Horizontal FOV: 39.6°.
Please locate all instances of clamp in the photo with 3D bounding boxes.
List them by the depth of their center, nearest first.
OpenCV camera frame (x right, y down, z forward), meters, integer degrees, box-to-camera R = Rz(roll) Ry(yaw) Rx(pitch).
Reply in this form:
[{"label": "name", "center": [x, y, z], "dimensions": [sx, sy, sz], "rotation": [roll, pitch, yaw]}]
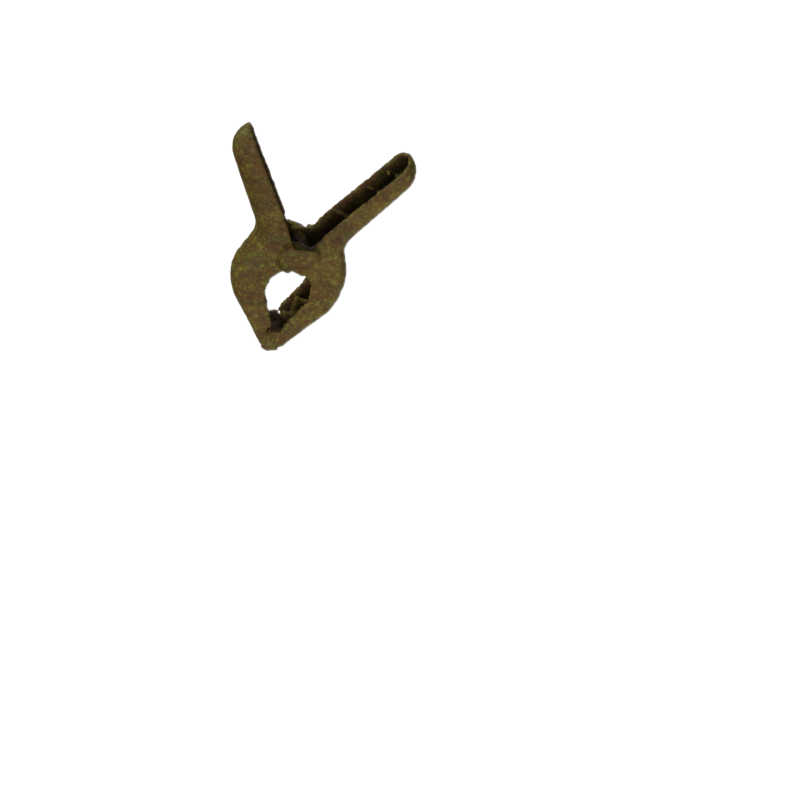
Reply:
[{"label": "clamp", "center": [-0.058, -0.106, 0.744], "dimensions": [0.119, 0.161, 0.042], "rotation": [7, 39, -6]}]
